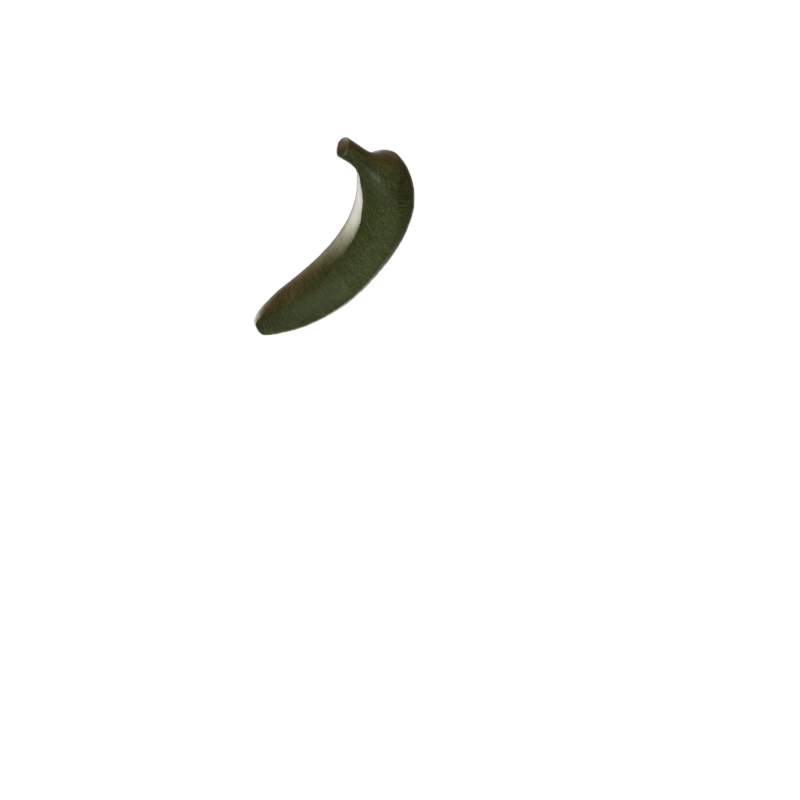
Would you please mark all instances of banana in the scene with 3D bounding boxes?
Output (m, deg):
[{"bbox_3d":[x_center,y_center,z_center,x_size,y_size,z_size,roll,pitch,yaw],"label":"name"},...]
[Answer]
[{"bbox_3d":[-0.037,-0.100,0.711,0.068,0.039,0.189,12,-37,-17],"label":"banana"}]
